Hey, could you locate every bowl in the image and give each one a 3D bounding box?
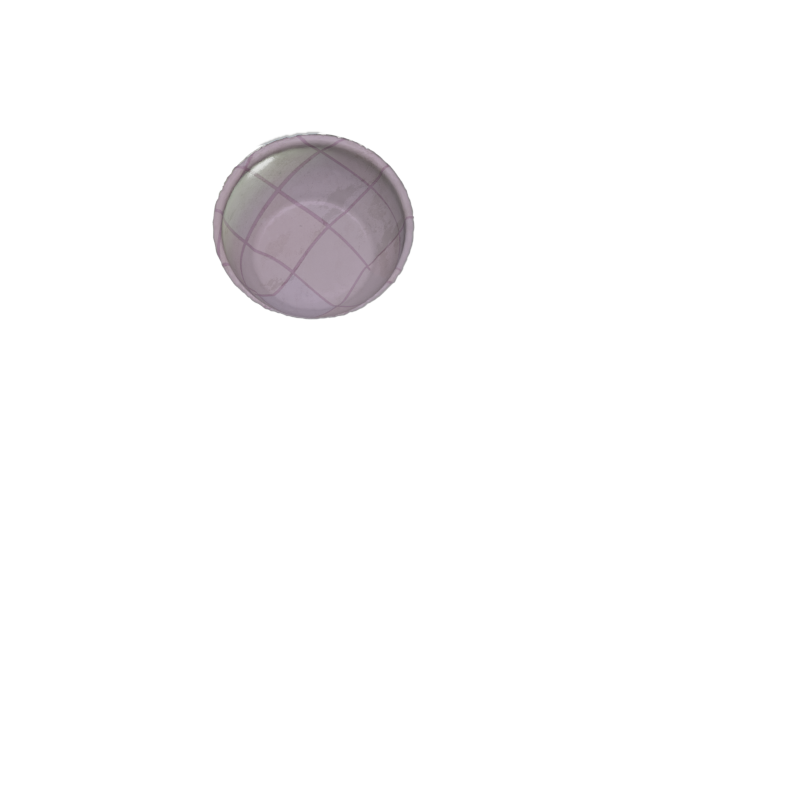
[{"bbox_3d":[-0.068,-0.123,0.865,0.162,0.154,0.058,1,25,-1],"label":"bowl"}]
